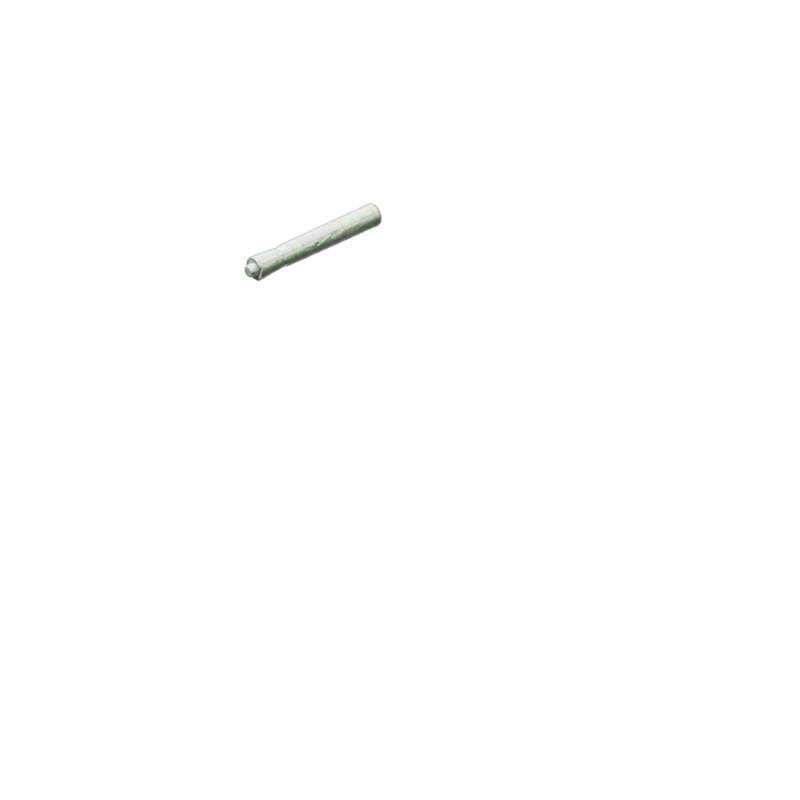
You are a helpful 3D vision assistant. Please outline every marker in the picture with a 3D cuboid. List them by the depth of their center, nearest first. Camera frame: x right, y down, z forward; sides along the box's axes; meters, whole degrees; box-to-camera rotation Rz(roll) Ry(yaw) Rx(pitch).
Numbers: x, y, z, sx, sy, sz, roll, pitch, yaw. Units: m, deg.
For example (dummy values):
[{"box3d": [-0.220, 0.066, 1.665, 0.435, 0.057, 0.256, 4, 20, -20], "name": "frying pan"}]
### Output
[{"box3d": [-0.064, -0.117, 0.819, 0.121, 0.019, 0.021, -30, 20, -32], "name": "marker"}]
